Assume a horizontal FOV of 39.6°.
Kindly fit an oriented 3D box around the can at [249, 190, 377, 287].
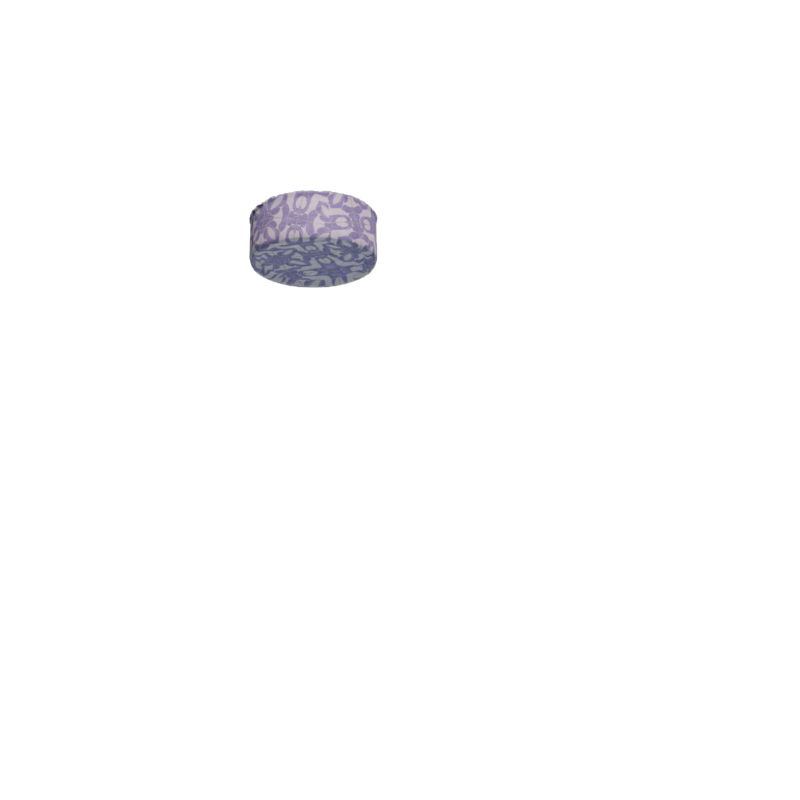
[{"bbox_3d":[-0.058,-0.105,0.737,0.086,0.035,0.082,0,-19,-2],"label":"can"}]
